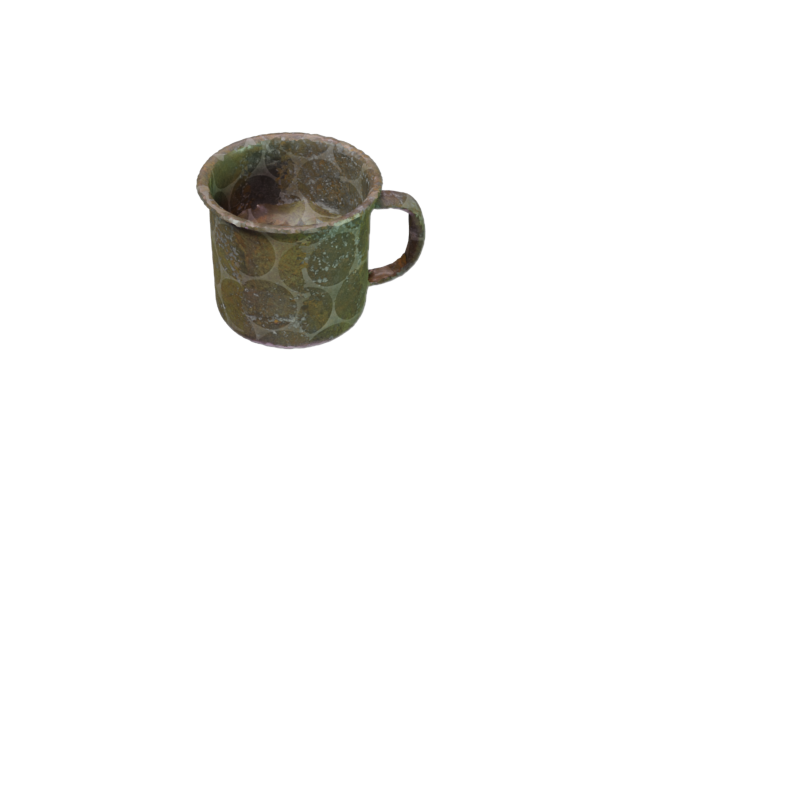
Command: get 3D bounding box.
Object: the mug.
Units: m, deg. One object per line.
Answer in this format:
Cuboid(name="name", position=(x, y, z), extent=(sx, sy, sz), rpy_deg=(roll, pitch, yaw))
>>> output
Cuboid(name="mug", position=(-0.045, -0.082, 0.578), extent=(0.116, 0.076, 0.100), rpy_deg=(-5, 40, -7))
